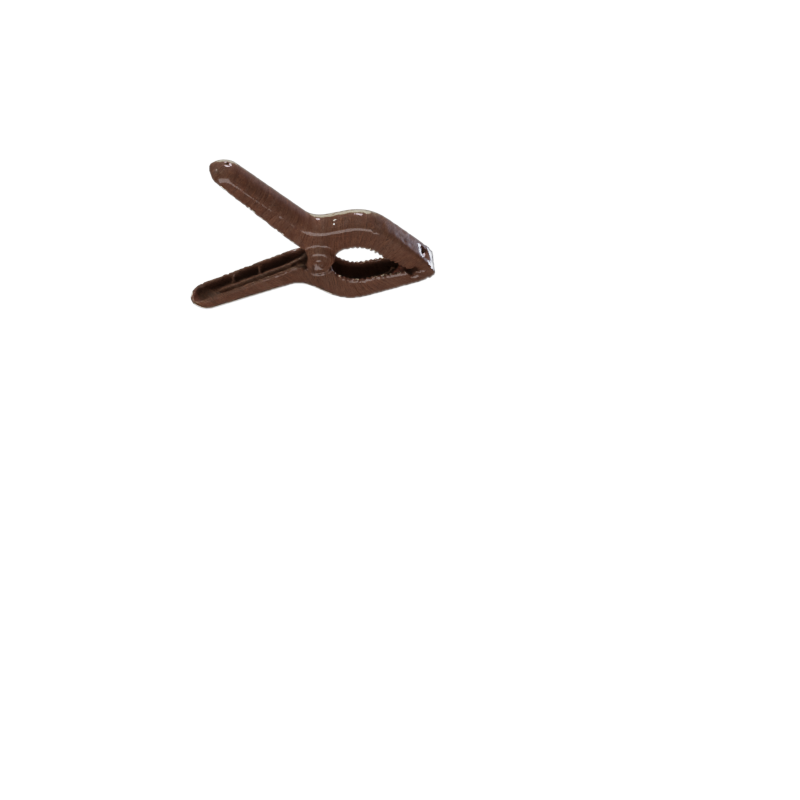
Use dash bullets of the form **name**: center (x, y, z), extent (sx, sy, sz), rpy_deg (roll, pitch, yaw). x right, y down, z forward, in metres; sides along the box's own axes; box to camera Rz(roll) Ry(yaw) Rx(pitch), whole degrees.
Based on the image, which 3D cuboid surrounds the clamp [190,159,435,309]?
- **clamp**: center (-0.073, -0.134, 0.936), extent (0.209, 0.039, 0.154), rpy_deg (3, -40, -3)
